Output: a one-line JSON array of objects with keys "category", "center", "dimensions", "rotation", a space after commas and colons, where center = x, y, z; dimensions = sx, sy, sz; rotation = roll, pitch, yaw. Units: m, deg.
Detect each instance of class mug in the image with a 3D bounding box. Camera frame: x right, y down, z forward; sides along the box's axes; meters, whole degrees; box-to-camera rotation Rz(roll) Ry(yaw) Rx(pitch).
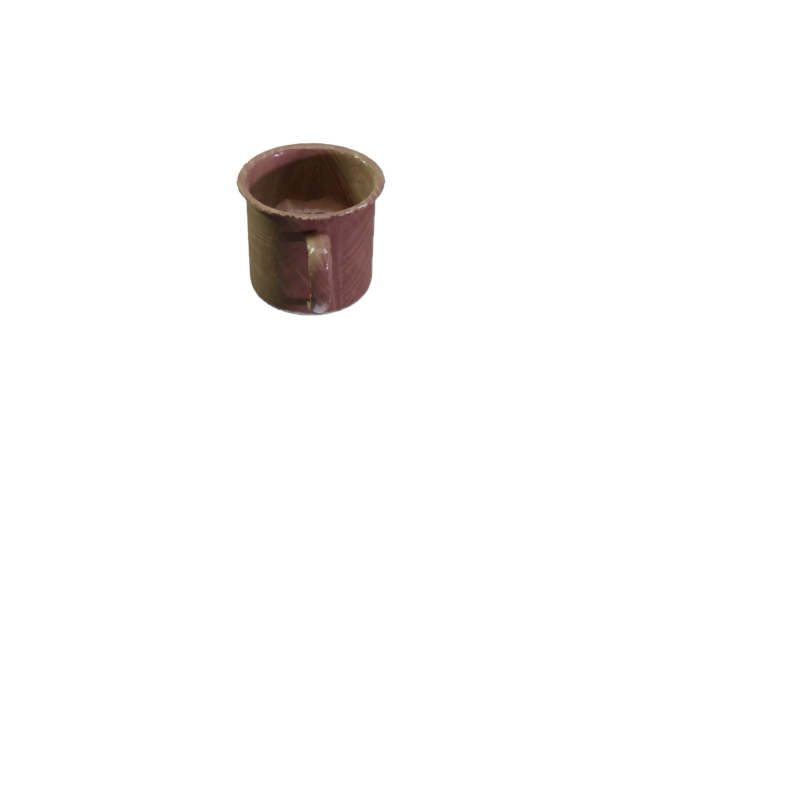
[{"category": "mug", "center": [-0.055, -0.101, 0.708], "dimensions": [0.092, 0.076, 0.126], "rotation": [-5, 39, -8]}]
